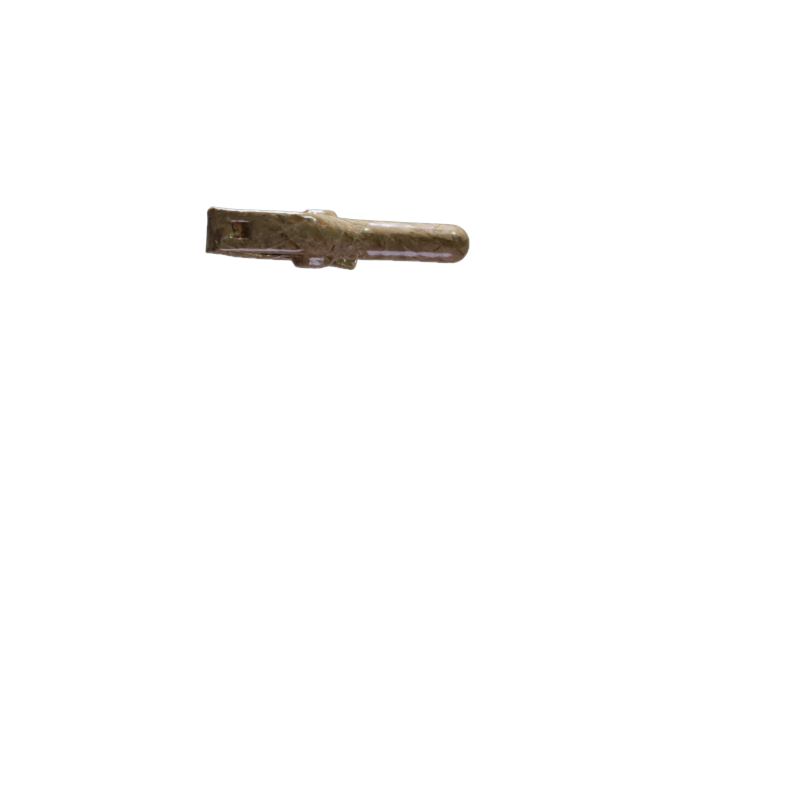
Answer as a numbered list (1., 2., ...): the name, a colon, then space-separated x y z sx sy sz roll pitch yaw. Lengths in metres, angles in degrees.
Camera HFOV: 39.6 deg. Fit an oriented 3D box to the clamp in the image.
1. clamp: -0.056 -0.101 0.711 0.165 0.040 0.122 3 -5 -32
